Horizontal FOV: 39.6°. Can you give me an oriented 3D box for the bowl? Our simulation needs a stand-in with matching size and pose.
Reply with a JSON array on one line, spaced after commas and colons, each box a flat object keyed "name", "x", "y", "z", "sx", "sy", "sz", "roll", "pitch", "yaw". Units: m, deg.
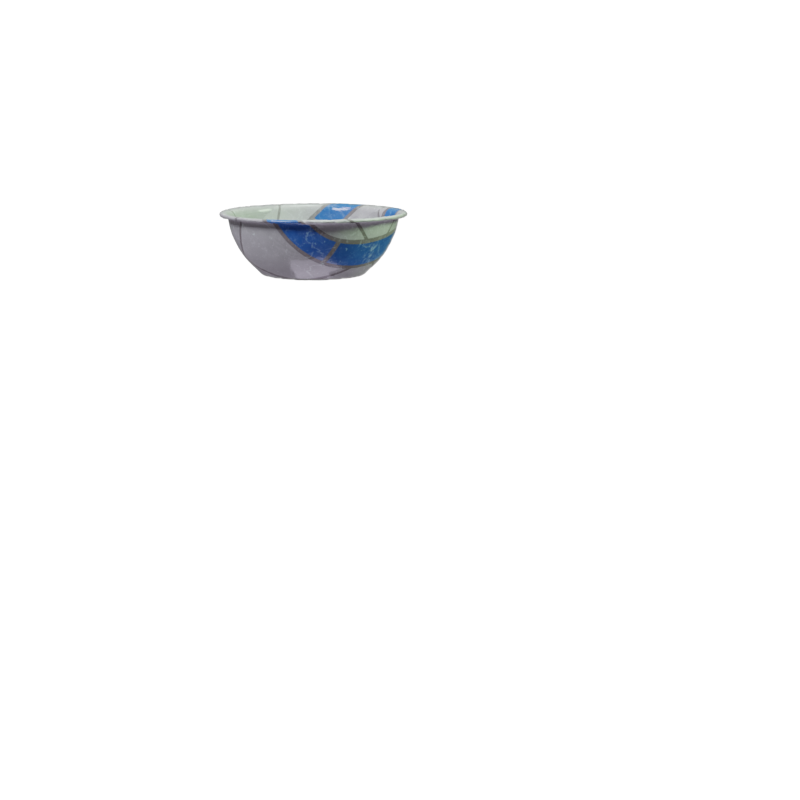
[{"name": "bowl", "x": -0.075, "y": -0.137, "z": 0.959, "sx": 0.162, "sy": 0.054, "sz": 0.166, "roll": 0, "pitch": 13, "yaw": -2}]
